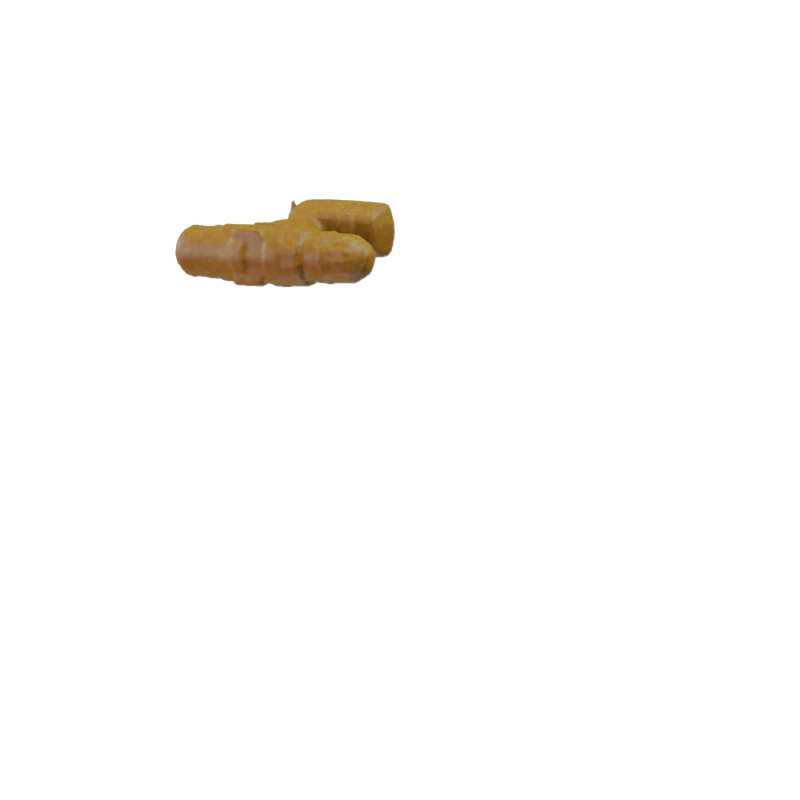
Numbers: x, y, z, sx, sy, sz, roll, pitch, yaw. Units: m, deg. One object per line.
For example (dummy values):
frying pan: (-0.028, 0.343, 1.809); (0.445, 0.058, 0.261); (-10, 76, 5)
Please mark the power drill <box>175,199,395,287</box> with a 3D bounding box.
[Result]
power drill: (-0.077, -0.140, 0.979); (0.191, 0.056, 0.186); (8, 17, 26)
